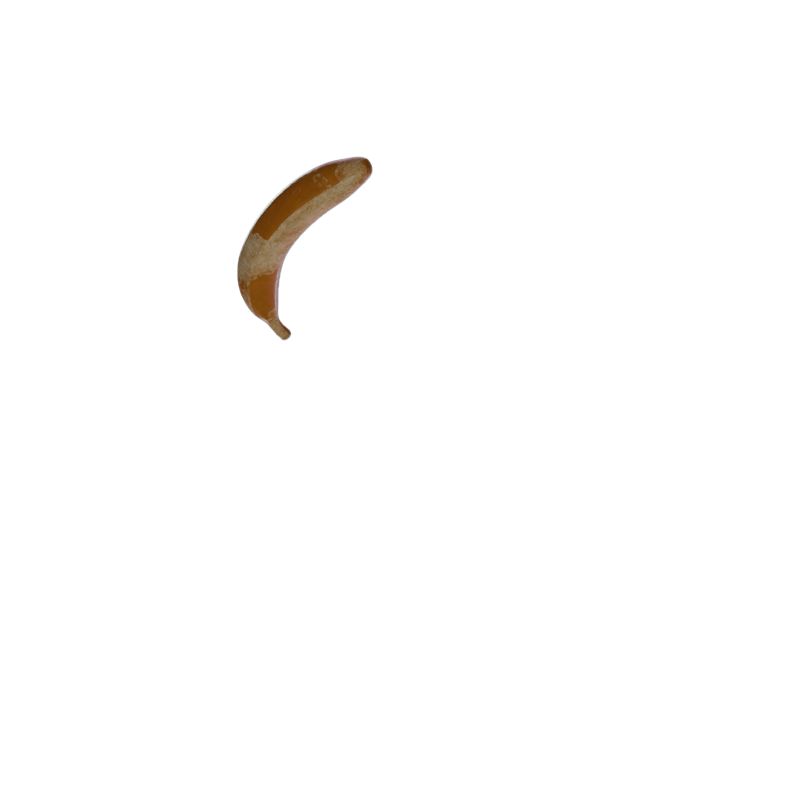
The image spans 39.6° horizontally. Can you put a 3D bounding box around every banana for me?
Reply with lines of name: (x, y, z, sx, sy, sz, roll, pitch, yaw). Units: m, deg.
banana: (-0.090, -0.133, 0.917, 0.067, 0.039, 0.190, 18, -49, -17)
